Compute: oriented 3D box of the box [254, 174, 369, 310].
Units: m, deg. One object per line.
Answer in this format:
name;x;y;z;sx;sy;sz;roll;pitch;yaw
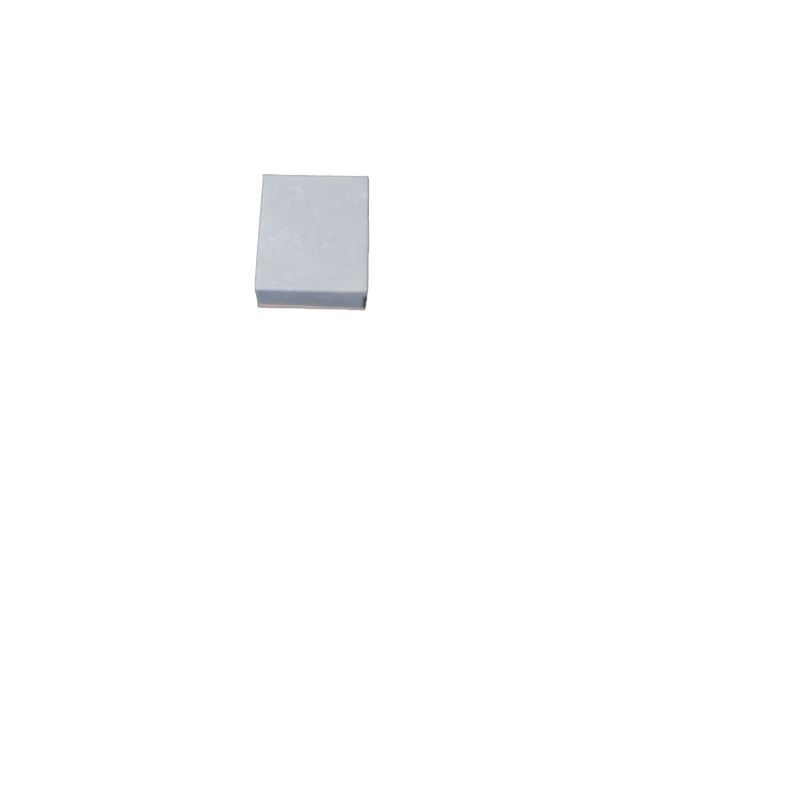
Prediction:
box;-0.071;-0.130;0.907;0.090;0.121;0.036;1;-30;0
